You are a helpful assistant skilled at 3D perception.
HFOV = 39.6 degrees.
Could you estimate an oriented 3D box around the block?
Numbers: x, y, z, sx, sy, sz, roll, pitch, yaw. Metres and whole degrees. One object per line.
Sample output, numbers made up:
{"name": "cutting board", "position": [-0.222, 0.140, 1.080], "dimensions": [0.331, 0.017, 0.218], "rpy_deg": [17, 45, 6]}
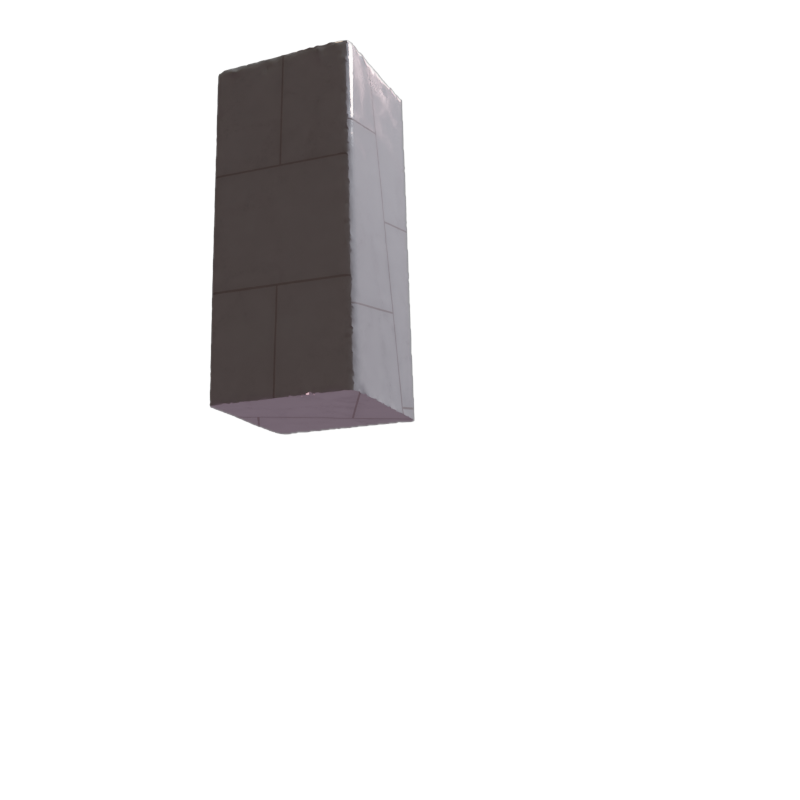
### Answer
{"name": "block", "position": [-0.052, -0.094, 0.654], "dimensions": [0.092, 0.216, 0.084], "rpy_deg": [-10, -21, 22]}
